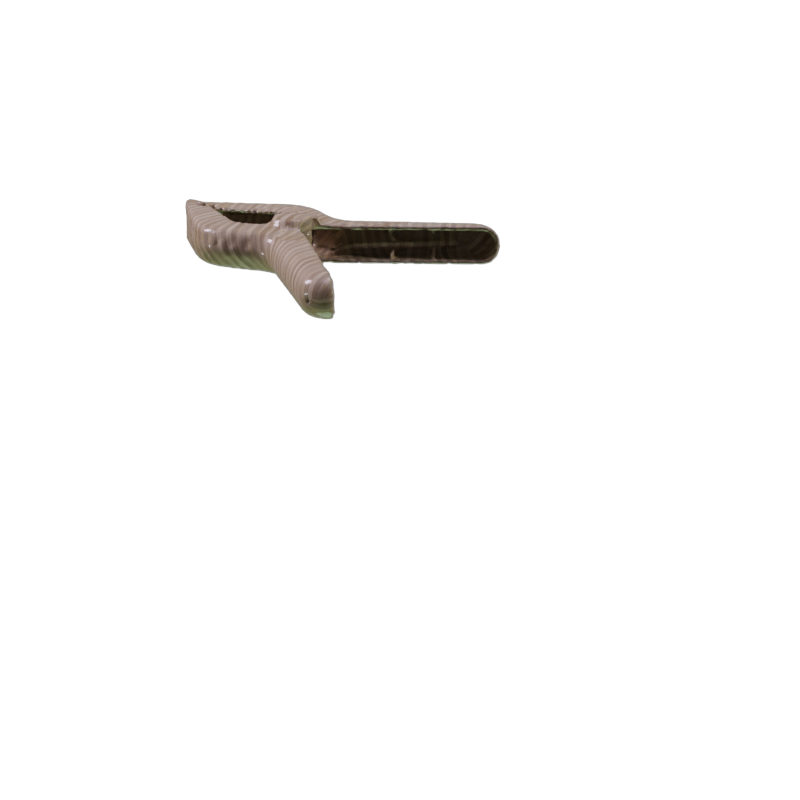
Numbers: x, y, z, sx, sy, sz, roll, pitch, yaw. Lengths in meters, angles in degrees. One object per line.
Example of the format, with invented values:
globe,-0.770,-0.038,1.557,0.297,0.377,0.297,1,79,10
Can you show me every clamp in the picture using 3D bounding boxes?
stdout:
clamp,-0.055,-0.100,0.702,0.161,0.035,0.223,-18,27,-39
